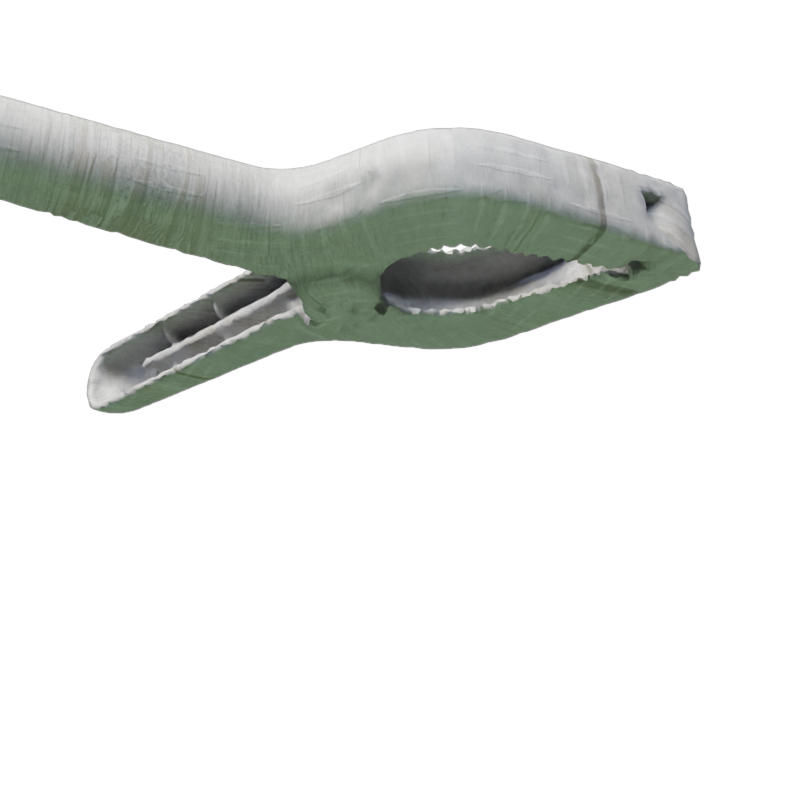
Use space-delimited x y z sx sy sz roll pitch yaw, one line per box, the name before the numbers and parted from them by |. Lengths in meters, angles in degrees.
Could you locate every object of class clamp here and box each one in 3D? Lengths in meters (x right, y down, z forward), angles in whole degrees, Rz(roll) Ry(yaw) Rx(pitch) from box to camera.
clamp | -0.025 -0.045 0.318 0.212 0.039 0.153 -6 -26 12
